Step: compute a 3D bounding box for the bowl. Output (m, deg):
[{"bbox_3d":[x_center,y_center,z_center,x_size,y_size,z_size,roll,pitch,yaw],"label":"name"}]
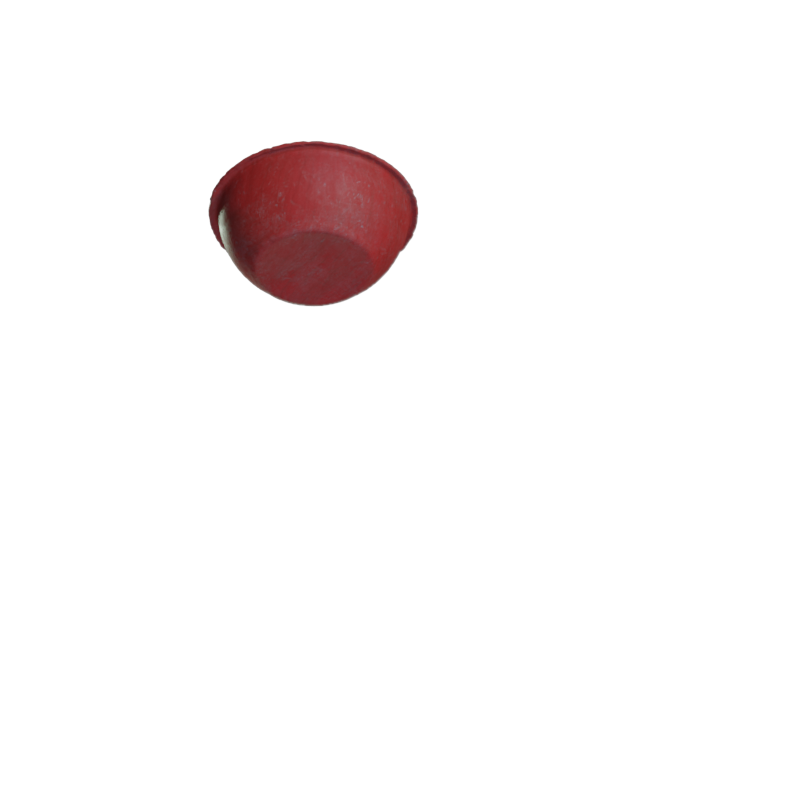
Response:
[{"bbox_3d":[-0.065,-0.119,0.836,0.162,0.059,0.151,1,-36,-2],"label":"bowl"}]
